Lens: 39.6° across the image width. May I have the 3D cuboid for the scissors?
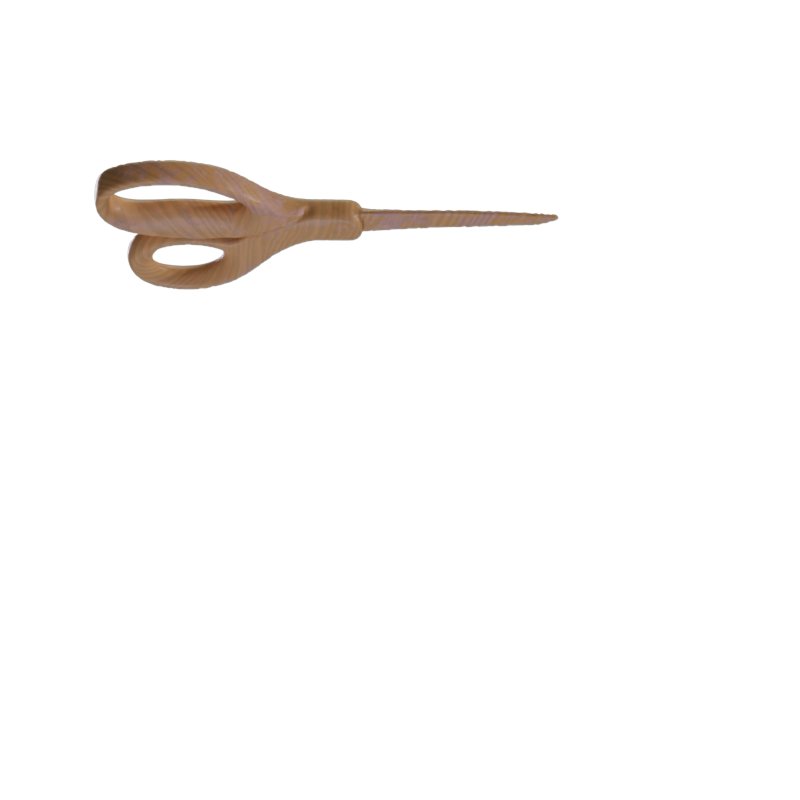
[{"bbox_3d":[-0.040,-0.073,0.509,0.197,0.017,0.092,7,-28,-13],"label":"scissors"}]
